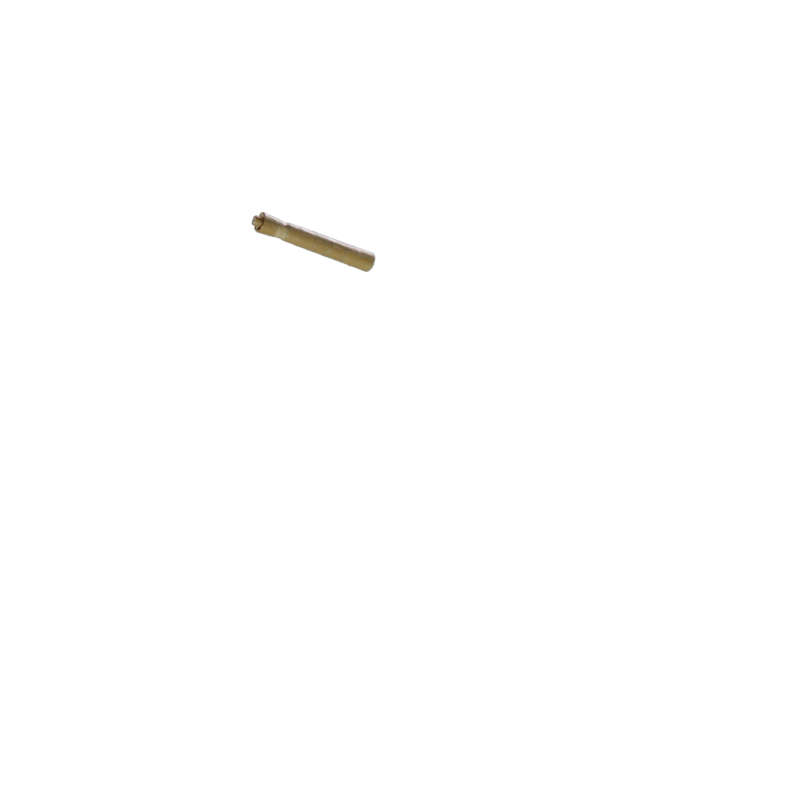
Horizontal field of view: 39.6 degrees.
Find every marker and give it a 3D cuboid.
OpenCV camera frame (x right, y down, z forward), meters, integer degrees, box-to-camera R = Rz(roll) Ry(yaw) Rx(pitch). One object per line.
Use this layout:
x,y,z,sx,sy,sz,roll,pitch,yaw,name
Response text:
-0.077,-0.140,0.984,0.115,0.020,0.020,17,-4,-26,marker
